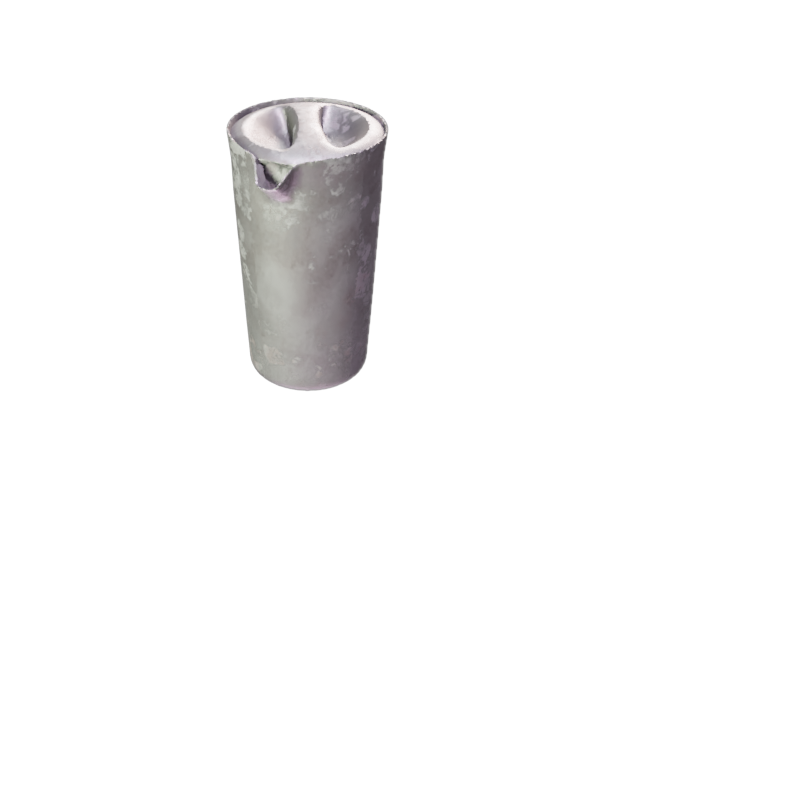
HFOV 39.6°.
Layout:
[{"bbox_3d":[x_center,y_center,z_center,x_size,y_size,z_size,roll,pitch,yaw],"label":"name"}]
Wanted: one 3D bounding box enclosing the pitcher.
[{"bbox_3d":[-0.076,-0.139,0.977,0.147,0.228,0.156,-13,36,-23],"label":"pitcher"}]
